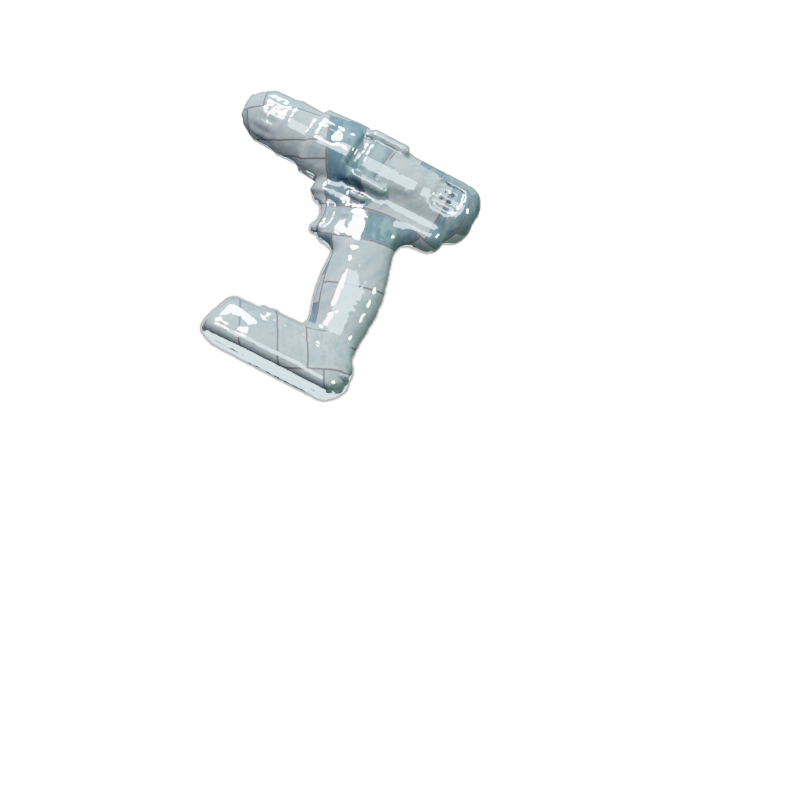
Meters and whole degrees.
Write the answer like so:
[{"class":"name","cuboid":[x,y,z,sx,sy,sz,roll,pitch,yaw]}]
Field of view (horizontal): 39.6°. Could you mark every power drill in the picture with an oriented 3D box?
[{"class":"power drill","cuboid":[-0.060,-0.110,0.769,0.188,0.192,0.055,27,-15,7]}]
